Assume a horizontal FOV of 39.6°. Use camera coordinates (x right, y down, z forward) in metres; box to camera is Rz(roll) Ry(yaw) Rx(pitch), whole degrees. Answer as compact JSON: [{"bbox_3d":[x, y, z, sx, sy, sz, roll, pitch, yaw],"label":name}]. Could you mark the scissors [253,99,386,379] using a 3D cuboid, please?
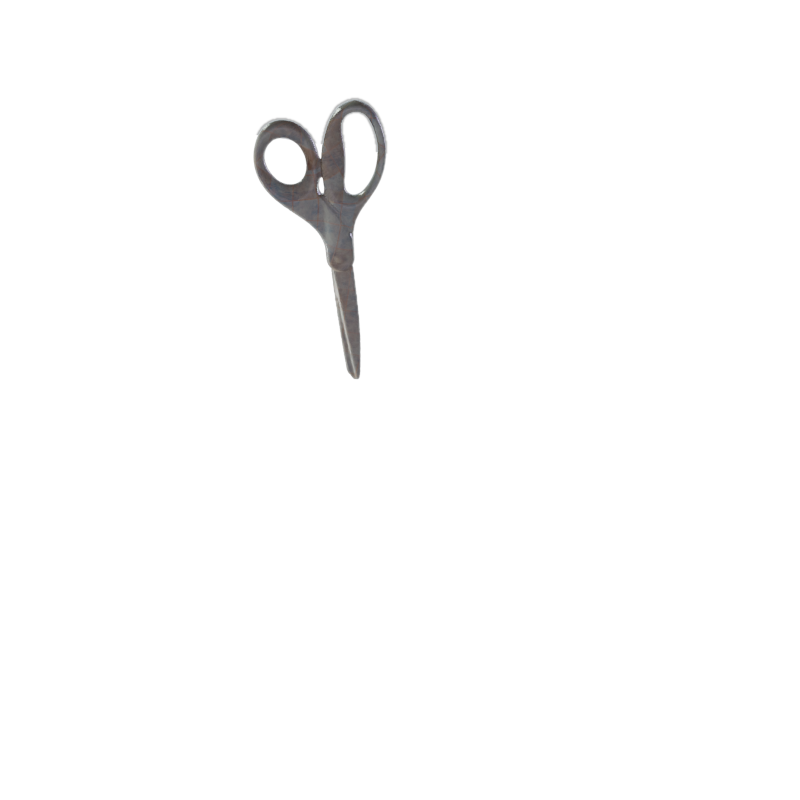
[{"bbox_3d":[-0.059,-0.107,0.752,0.095,0.193,0.017,9,23,-4],"label":"scissors"}]
